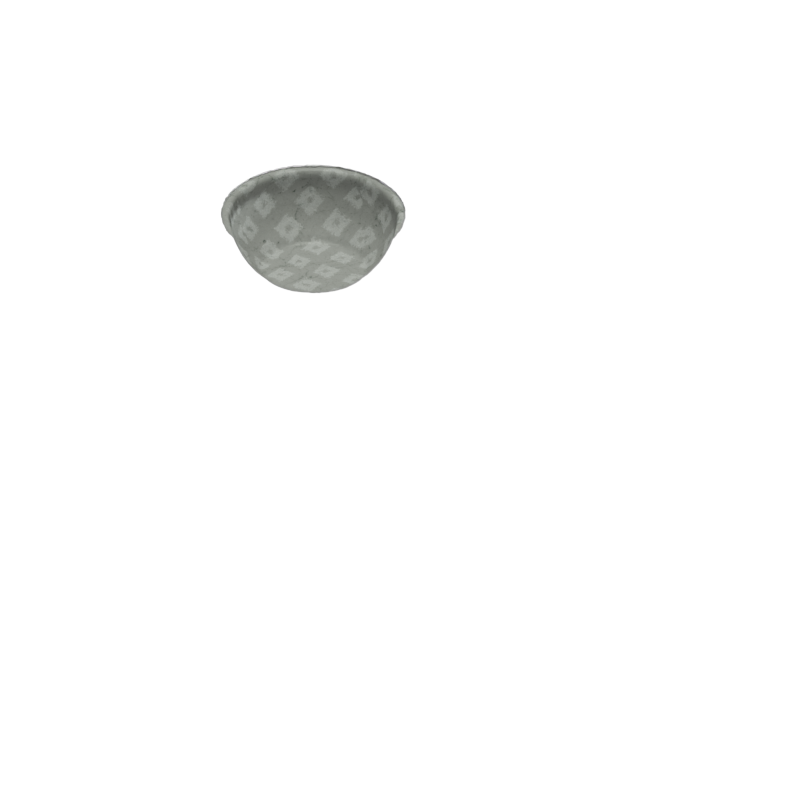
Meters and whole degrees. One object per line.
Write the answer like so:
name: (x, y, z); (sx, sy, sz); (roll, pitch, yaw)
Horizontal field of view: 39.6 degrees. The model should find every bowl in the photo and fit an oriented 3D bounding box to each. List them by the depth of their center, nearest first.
bowl: (-0.075, -0.137, 0.960); (0.162, 0.058, 0.153); (1, -24, -2)
